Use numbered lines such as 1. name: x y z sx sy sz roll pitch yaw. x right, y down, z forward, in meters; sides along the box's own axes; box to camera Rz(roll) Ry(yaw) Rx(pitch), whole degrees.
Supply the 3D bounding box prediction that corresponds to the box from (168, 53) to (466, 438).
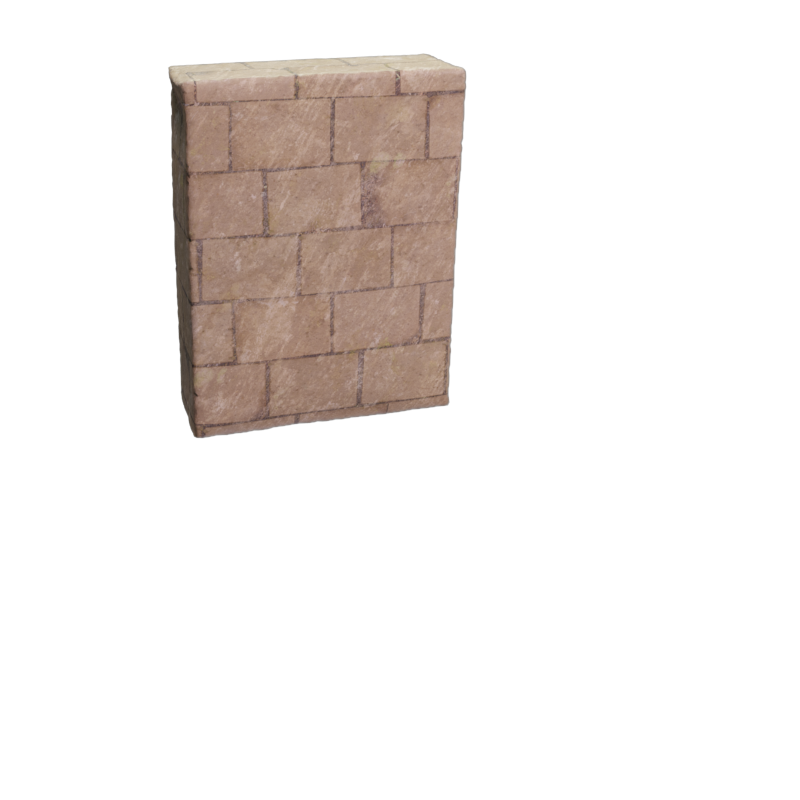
1. box: -0.052 -0.095 0.666 0.161 0.205 0.076 -6 21 -17
